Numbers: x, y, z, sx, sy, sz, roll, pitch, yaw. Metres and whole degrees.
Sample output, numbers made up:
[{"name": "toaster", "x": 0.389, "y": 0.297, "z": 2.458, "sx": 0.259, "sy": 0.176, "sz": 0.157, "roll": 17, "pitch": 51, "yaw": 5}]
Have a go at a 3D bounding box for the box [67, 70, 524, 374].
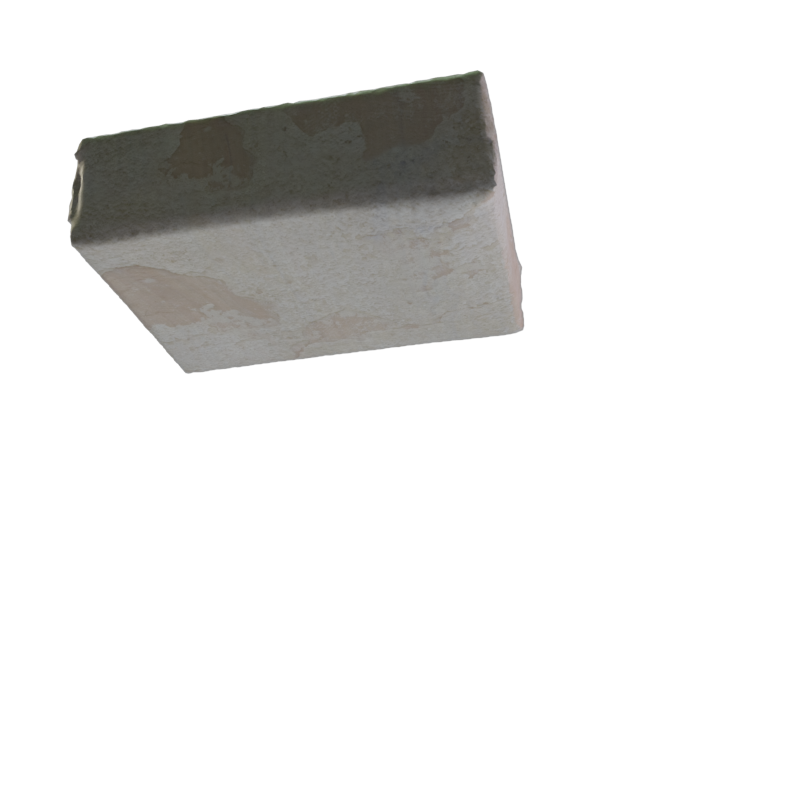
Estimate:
[{"name": "box", "x": -0.025, "y": -0.045, "z": 0.318, "sx": 0.115, "sy": 0.041, "sz": 0.084, "roll": -5, "pitch": -23, "yaw": 11}]
